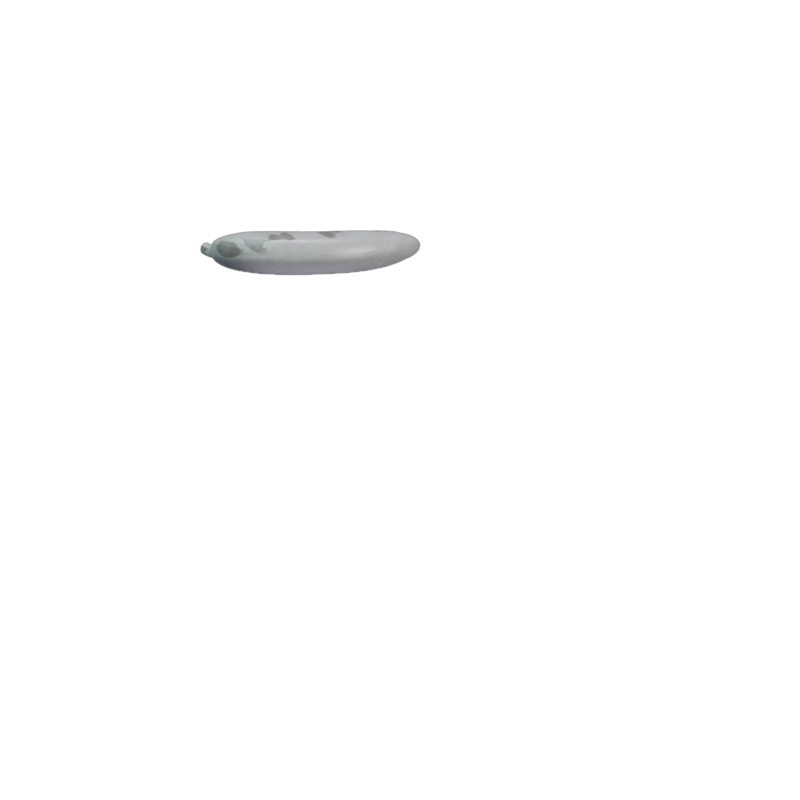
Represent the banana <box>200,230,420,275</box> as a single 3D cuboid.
[{"bbox_3d":[-0.080,-0.133,0.968,0.198,0.035,0.073,1,24,2],"label":"banana"}]
